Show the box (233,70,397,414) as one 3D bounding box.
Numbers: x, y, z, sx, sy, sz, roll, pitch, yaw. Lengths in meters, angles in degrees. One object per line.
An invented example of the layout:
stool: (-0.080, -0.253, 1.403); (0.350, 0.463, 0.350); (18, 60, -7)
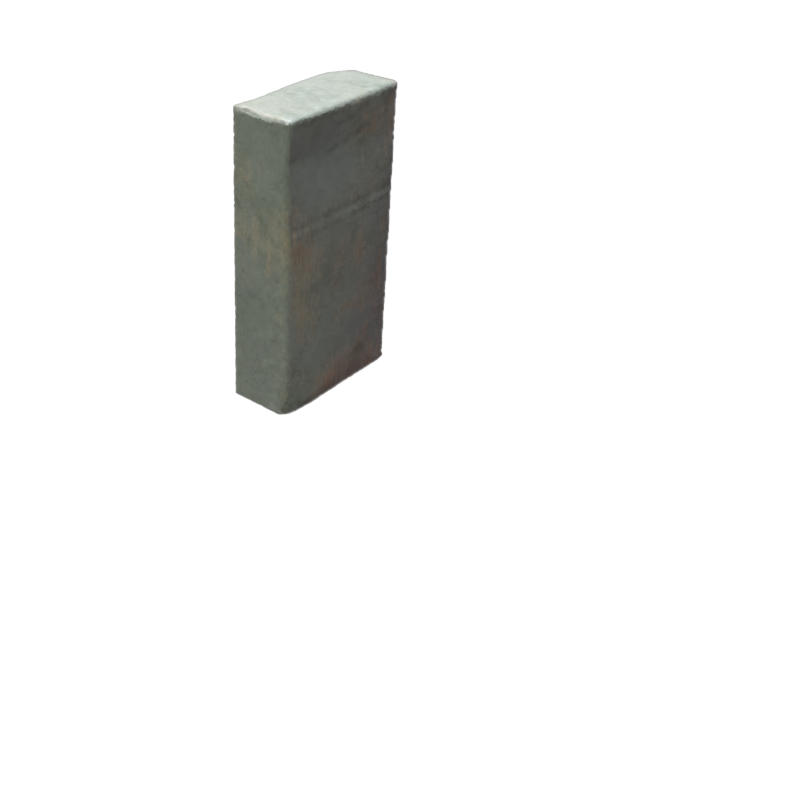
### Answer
box: (-0.048, -0.088, 0.616); (0.051, 0.167, 0.093); (20, 32, 32)
